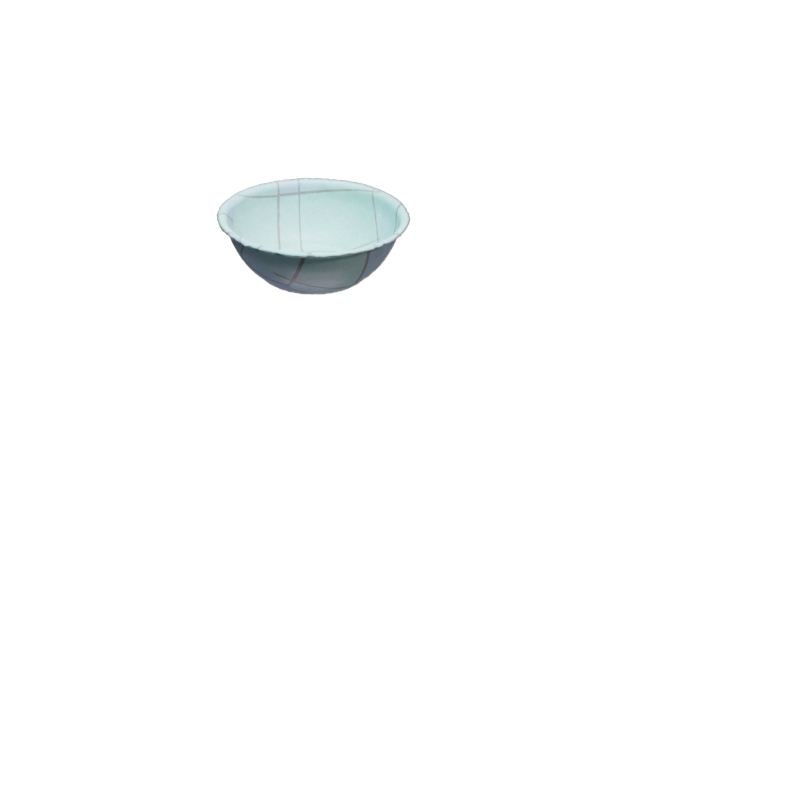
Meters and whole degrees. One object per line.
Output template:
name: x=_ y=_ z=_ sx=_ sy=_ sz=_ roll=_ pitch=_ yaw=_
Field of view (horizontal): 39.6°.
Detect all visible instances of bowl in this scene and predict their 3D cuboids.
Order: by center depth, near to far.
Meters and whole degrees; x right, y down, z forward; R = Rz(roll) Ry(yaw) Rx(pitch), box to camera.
bowl: x=-0.074 y=-0.134 z=0.940 sx=0.162 sy=0.052 sz=0.172 roll=-1 pitch=31 yaw=-2
